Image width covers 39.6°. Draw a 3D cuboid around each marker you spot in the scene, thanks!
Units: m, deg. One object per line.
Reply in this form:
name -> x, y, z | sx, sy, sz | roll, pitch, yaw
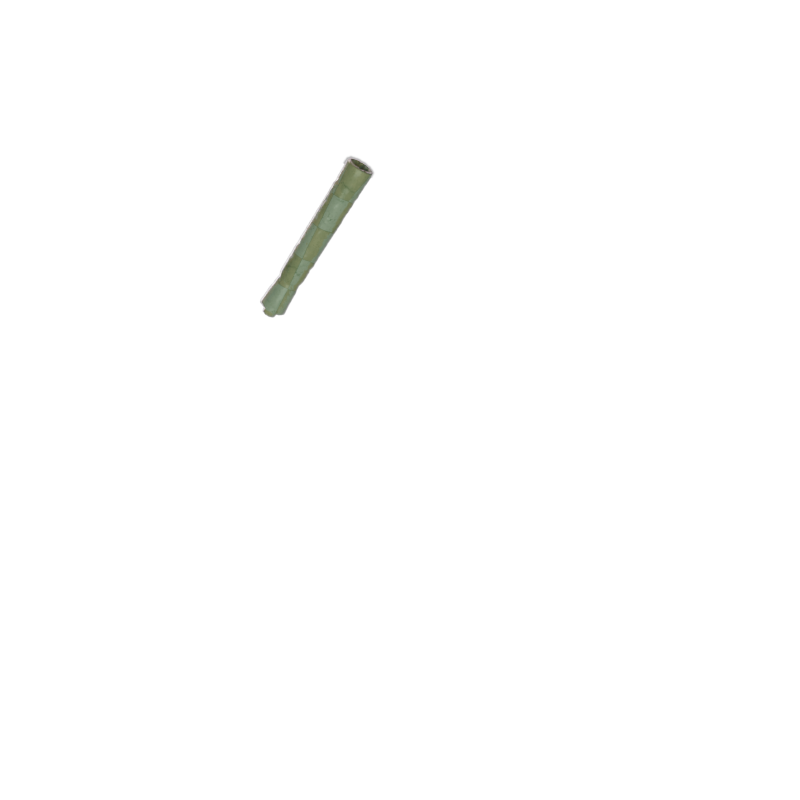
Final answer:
marker -> -0.056, -0.103, 0.719 | 0.019, 0.118, 0.021 | 28, 22, -16
